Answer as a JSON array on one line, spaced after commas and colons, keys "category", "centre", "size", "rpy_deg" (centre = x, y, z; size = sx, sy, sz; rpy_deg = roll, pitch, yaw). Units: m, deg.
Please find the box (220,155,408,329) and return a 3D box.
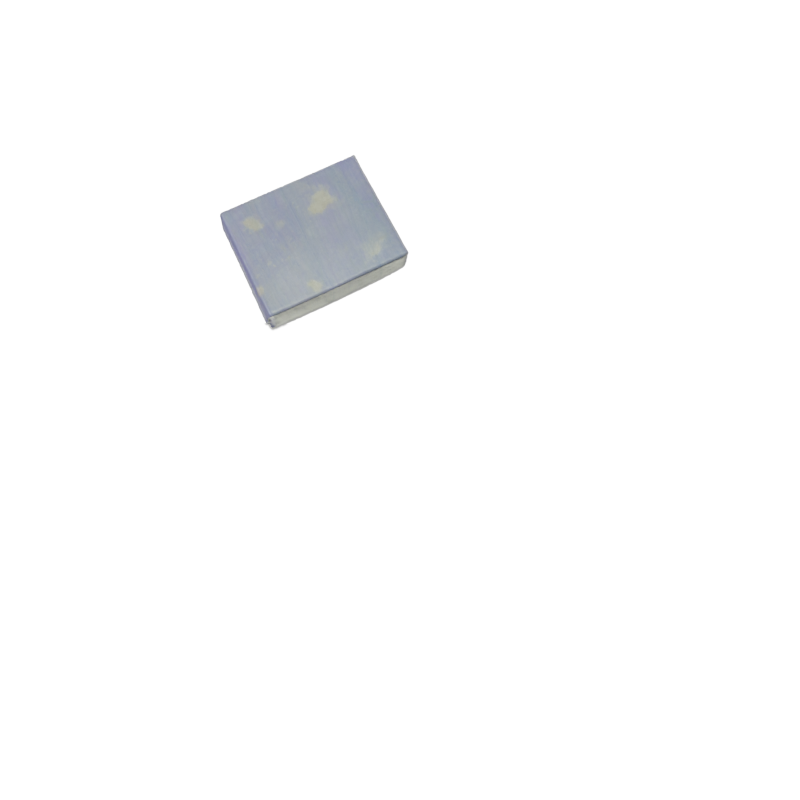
[{"category": "box", "centre": [-0.064, -0.116, 0.816], "size": [0.113, 0.095, 0.037], "rpy_deg": [-25, -19, -10]}]
